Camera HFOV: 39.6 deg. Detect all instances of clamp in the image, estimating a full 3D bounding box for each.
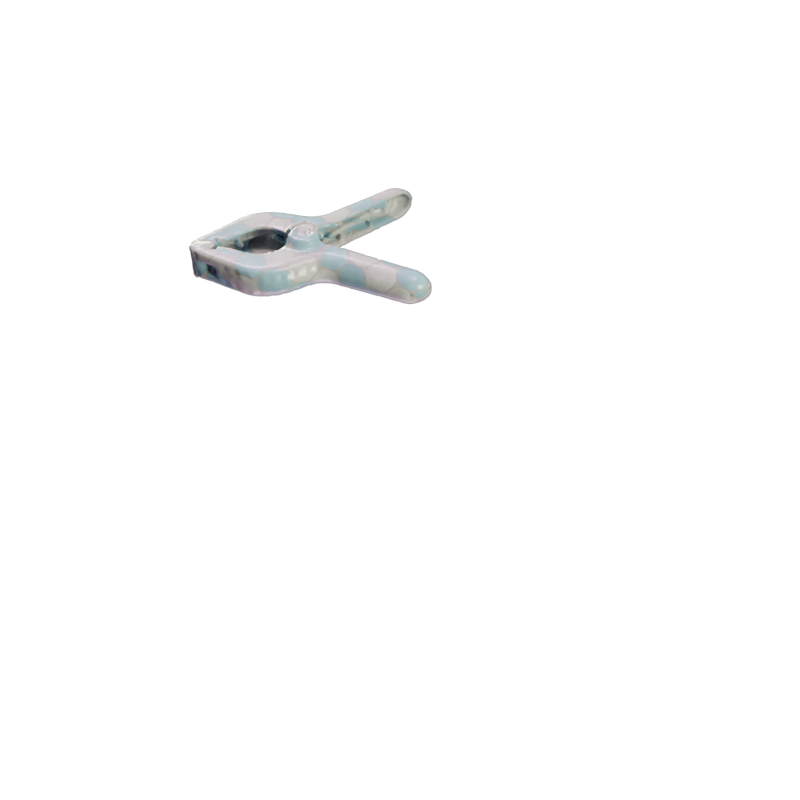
[{"bbox_3d":[-0.063,-0.114,0.802,0.172,0.037,0.127,3,37,4],"label":"clamp"}]
